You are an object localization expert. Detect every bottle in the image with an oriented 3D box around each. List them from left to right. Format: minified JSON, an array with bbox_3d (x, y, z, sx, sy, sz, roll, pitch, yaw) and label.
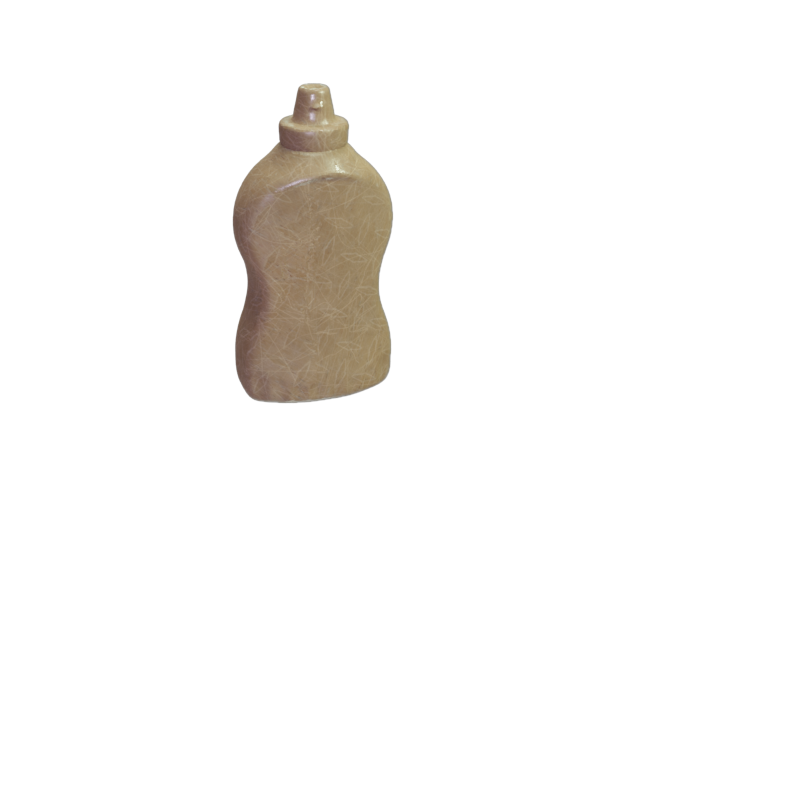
[{"bbox_3d":[-0.052,-0.095,0.669,0.094,0.183,0.062,-6,23,-16],"label":"bottle"}]
